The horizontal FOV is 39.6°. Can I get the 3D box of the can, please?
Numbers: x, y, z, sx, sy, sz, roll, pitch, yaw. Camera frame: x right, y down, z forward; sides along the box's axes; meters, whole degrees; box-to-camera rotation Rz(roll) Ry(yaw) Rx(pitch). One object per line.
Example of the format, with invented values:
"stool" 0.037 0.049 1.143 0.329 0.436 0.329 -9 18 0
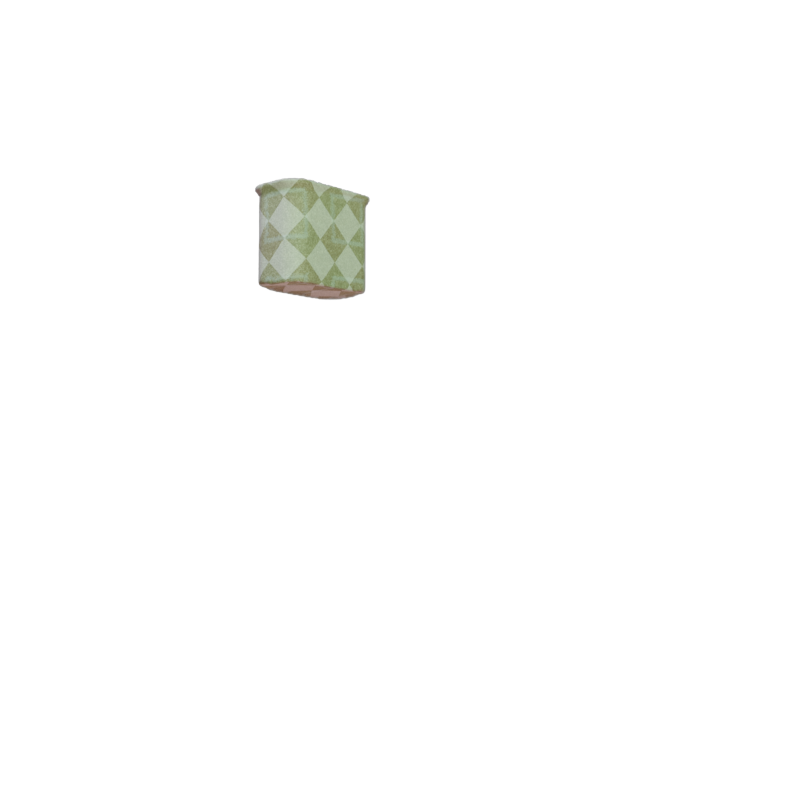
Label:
"can" -0.072 -0.131 0.919 0.059 0.086 0.097 -8 -11 40
